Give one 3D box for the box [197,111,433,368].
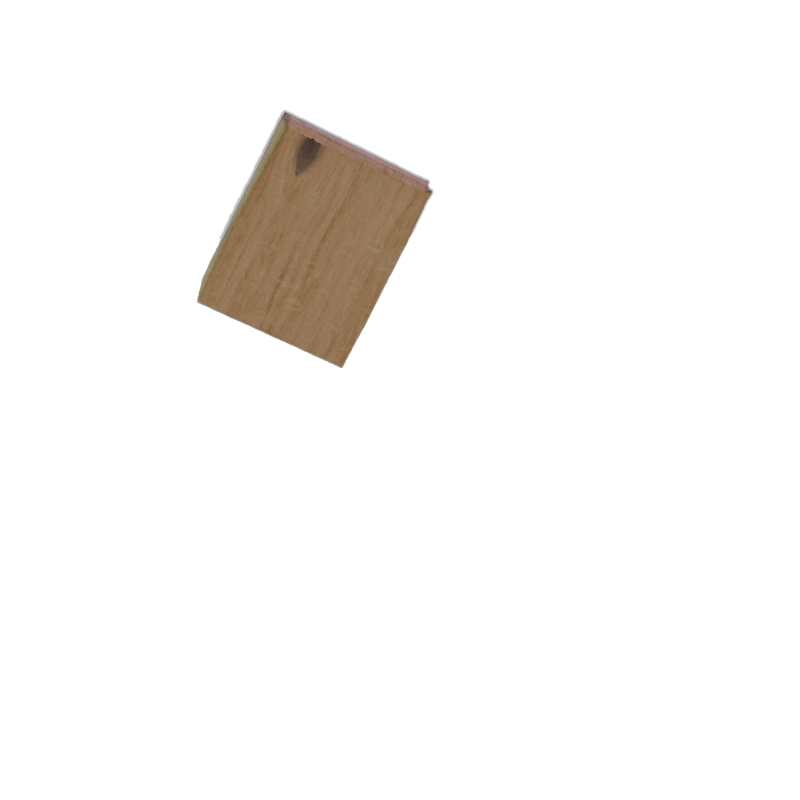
[{"bbox_3d":[-0.047,-0.086,0.602,0.088,0.111,0.041,26,16,-9],"label":"box"}]
